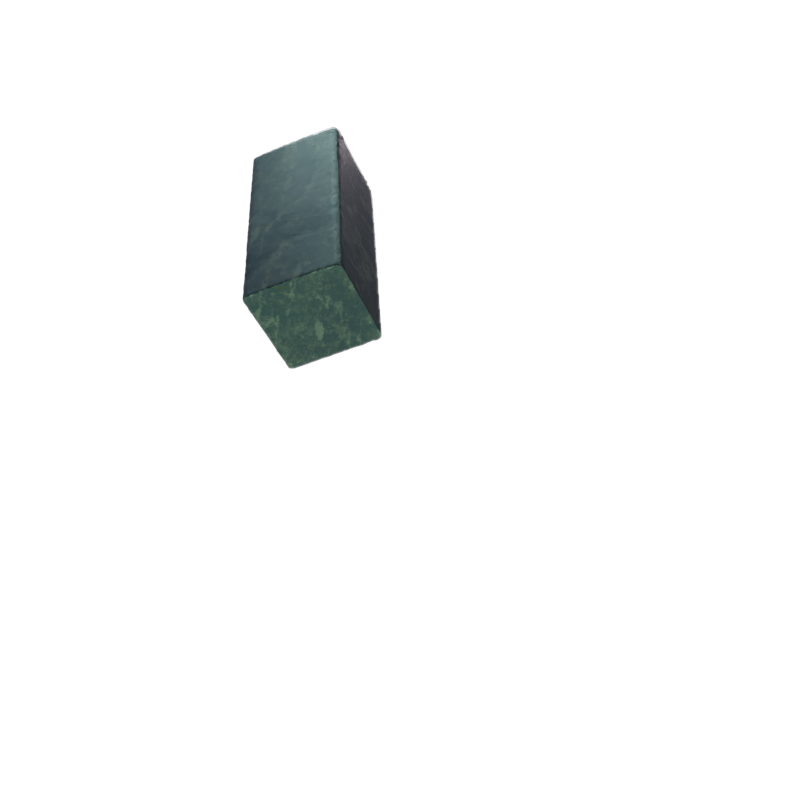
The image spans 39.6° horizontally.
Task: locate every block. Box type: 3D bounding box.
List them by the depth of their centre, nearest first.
[{"bbox_3d":[-0.077,-0.142,0.991,0.091,0.221,0.084,-20,-50,13],"label":"block"}]
